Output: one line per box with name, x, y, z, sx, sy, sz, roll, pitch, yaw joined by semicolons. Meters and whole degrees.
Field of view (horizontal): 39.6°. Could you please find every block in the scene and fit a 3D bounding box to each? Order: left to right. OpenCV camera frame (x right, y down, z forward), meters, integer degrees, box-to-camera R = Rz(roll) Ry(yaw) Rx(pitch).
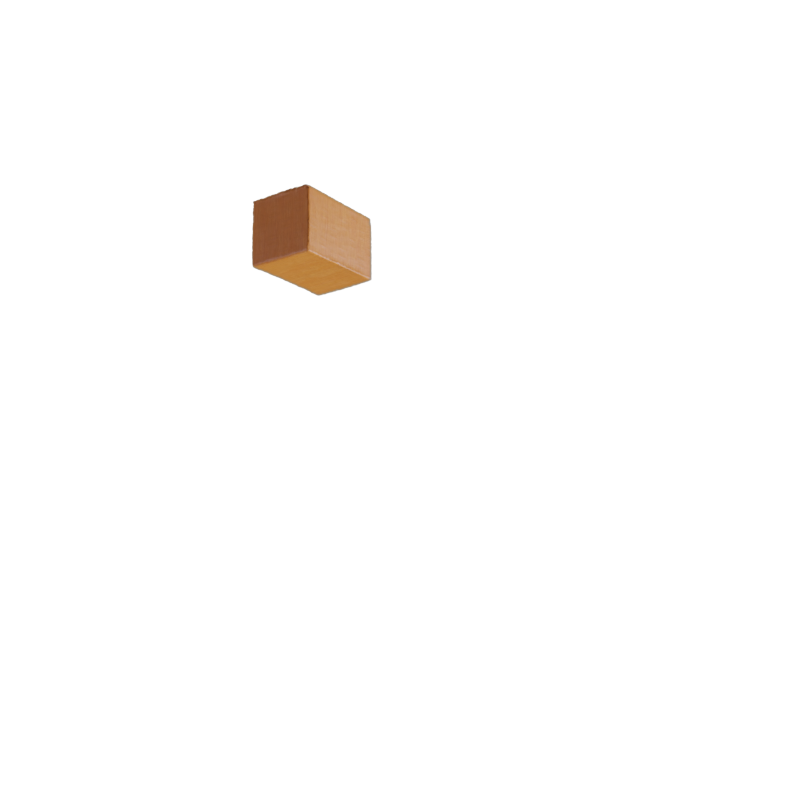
block;-0.063;-0.115;0.802;0.054;0.054;0.073;-14;-22;33
